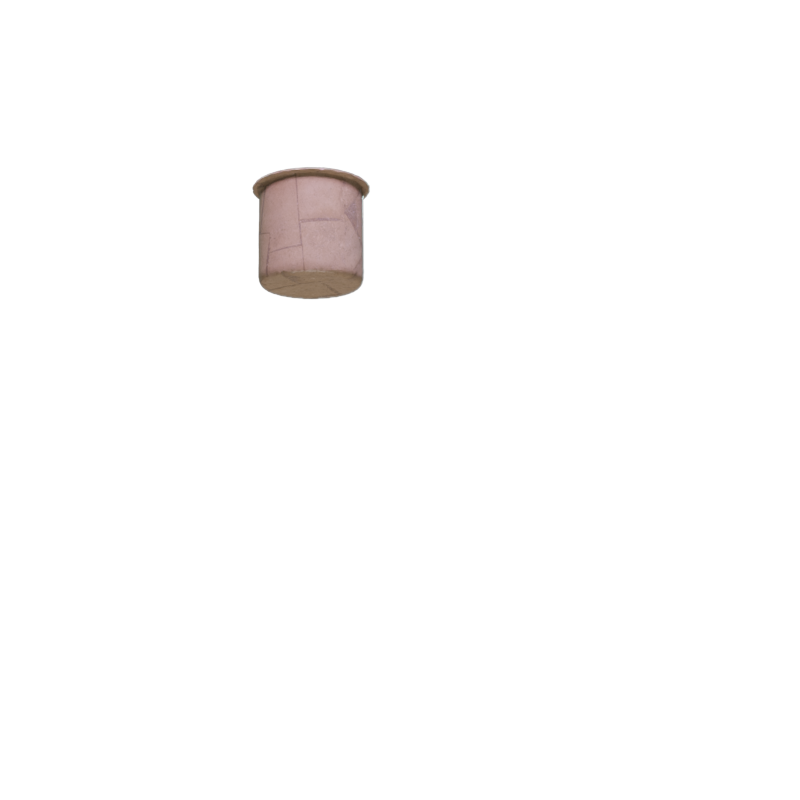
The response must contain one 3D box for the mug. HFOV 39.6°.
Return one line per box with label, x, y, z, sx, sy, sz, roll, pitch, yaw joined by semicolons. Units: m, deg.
mug;-0.069;-0.125;0.877;0.094;0.085;0.112;-2;-13;5
